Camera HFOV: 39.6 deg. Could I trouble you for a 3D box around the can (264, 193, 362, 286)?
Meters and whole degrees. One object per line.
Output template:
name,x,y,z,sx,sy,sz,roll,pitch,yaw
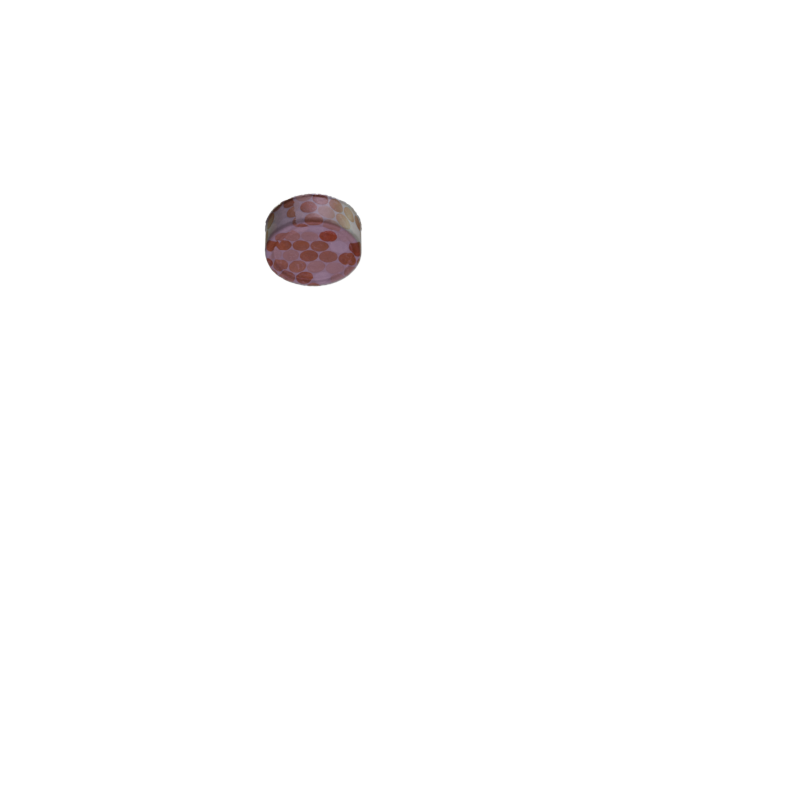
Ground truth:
can,-0.076,-0.138,0.970,0.086,0.036,0.080,1,-39,-2
